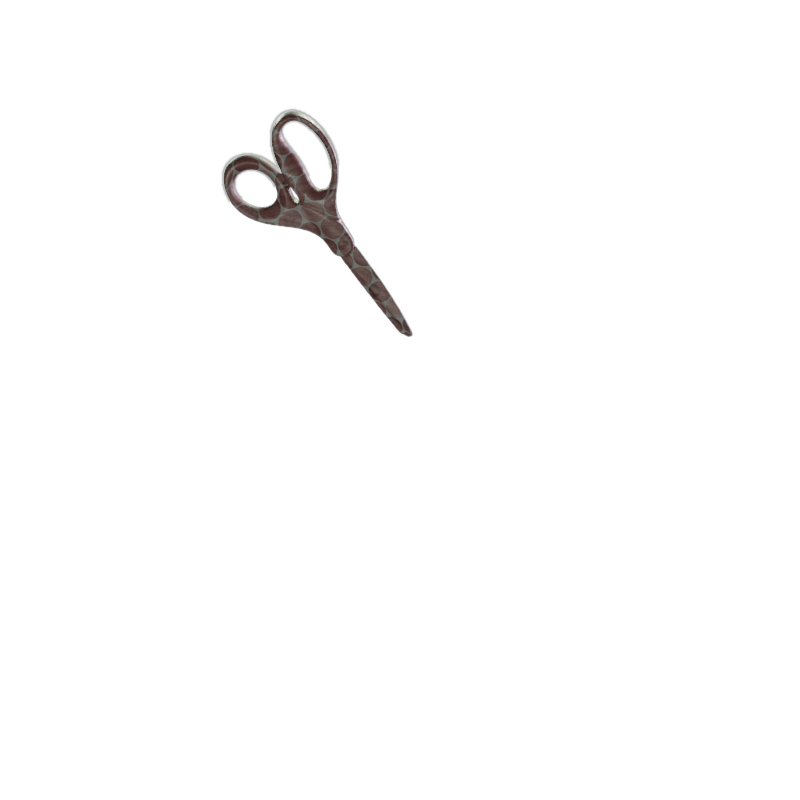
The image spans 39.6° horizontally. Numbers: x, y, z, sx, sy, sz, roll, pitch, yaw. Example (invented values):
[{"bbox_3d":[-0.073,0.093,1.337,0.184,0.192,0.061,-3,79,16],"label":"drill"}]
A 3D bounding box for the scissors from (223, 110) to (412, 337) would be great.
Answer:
[{"bbox_3d":[-0.066,-0.120,0.840,0.096,0.191,0.017,-17,21,7],"label":"scissors"}]
